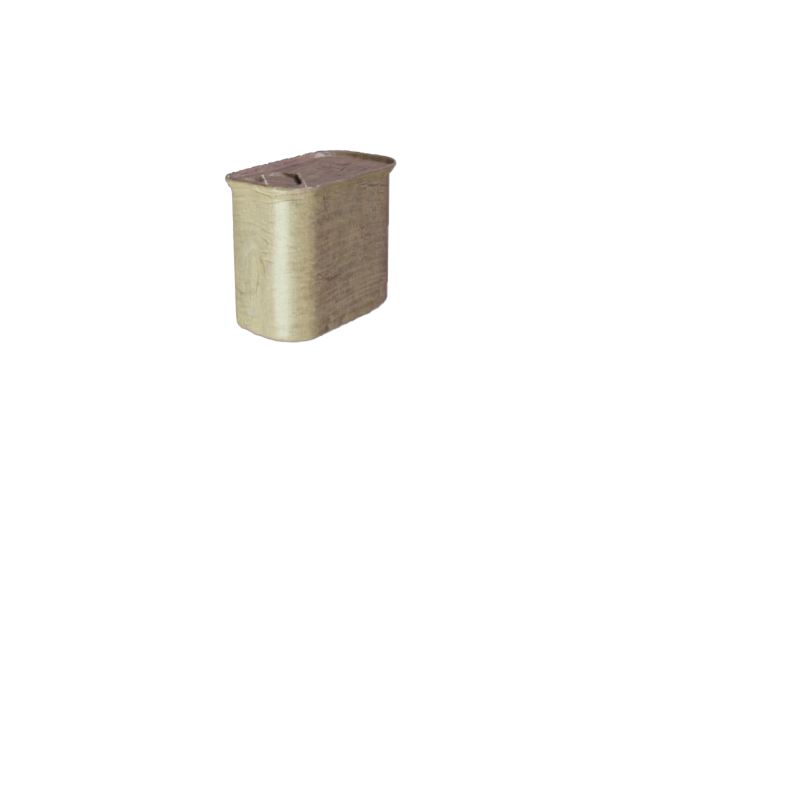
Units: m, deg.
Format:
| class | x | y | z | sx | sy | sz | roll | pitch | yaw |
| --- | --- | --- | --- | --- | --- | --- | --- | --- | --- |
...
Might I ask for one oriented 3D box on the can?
| class | x | y | z | sx | sy | sz | roll | pitch | yaw |
| --- | --- | --- | --- | --- | --- | --- | --- | --- | --- |
| can | -0.048 | -0.087 | 0.607 | 0.060 | 0.080 | 0.101 | 13 | 23 | 32 |
